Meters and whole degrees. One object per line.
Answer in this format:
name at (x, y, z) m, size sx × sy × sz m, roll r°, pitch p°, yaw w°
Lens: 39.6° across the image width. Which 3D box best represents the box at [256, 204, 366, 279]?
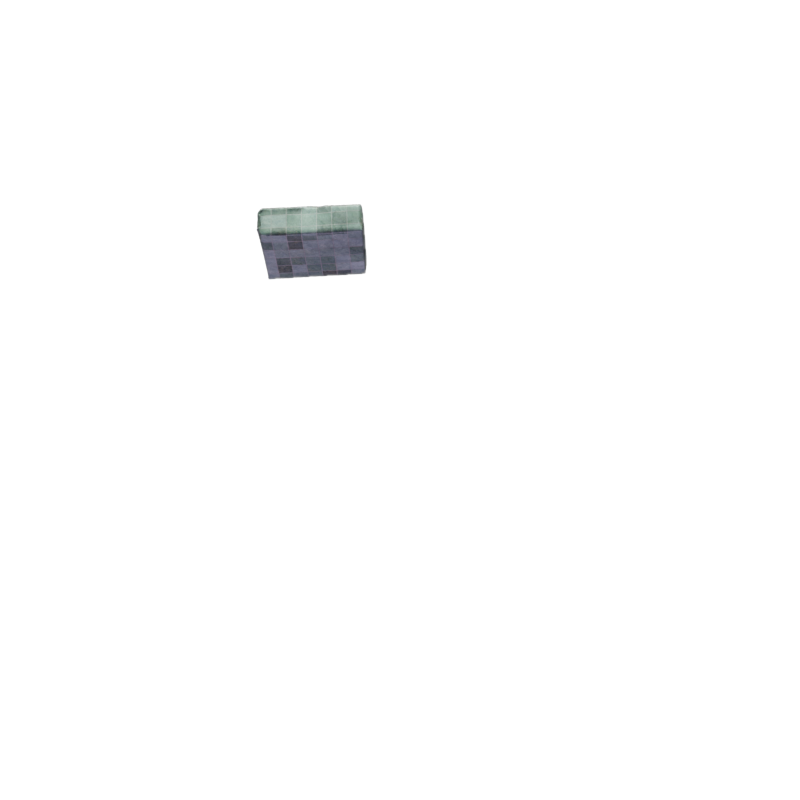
box at (-0.075, -0.136, 0.954) m, size 0.090 × 0.032 × 0.068 m, roll -2°, pitch -27°, yaw 3°
